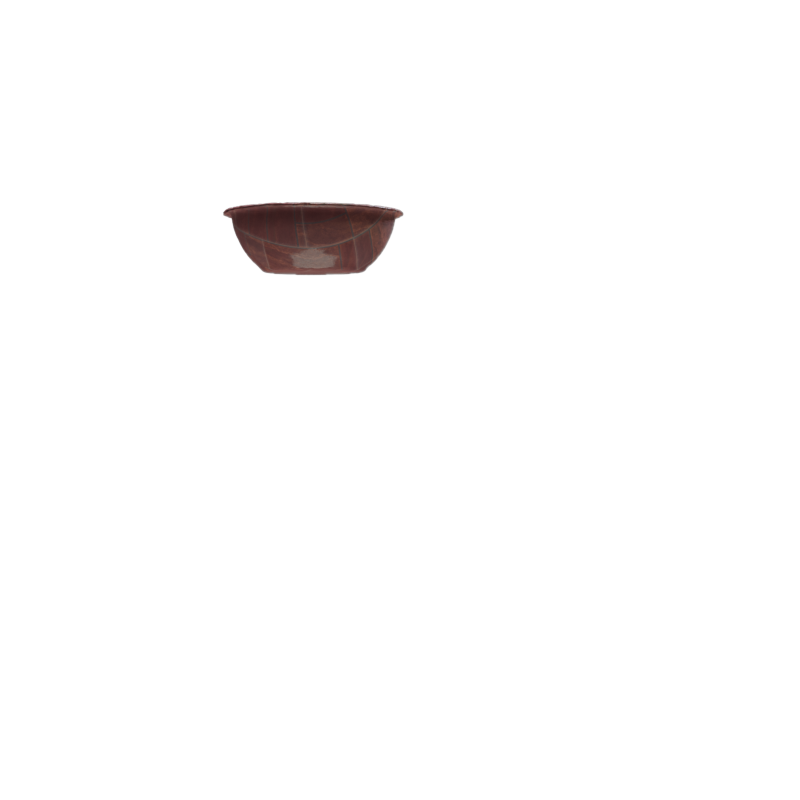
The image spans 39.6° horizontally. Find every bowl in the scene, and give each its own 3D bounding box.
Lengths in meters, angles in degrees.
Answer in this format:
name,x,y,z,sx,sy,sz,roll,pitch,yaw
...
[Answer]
name,x,y,z,sx,sy,sz,roll,pitch,yaw
bowl,-0.078,-0.142,0.992,0.162,0.055,0.162,0,2,-2
